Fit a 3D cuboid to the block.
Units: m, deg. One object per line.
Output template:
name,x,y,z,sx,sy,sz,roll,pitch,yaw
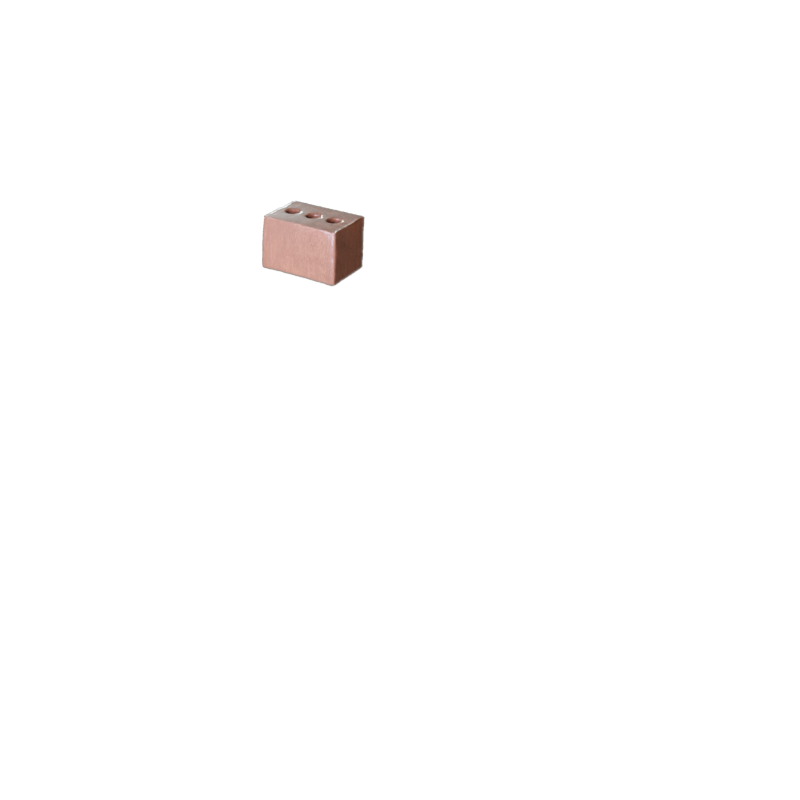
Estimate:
block,-0.078,-0.142,0.991,0.082,0.049,0.053,16,30,27
